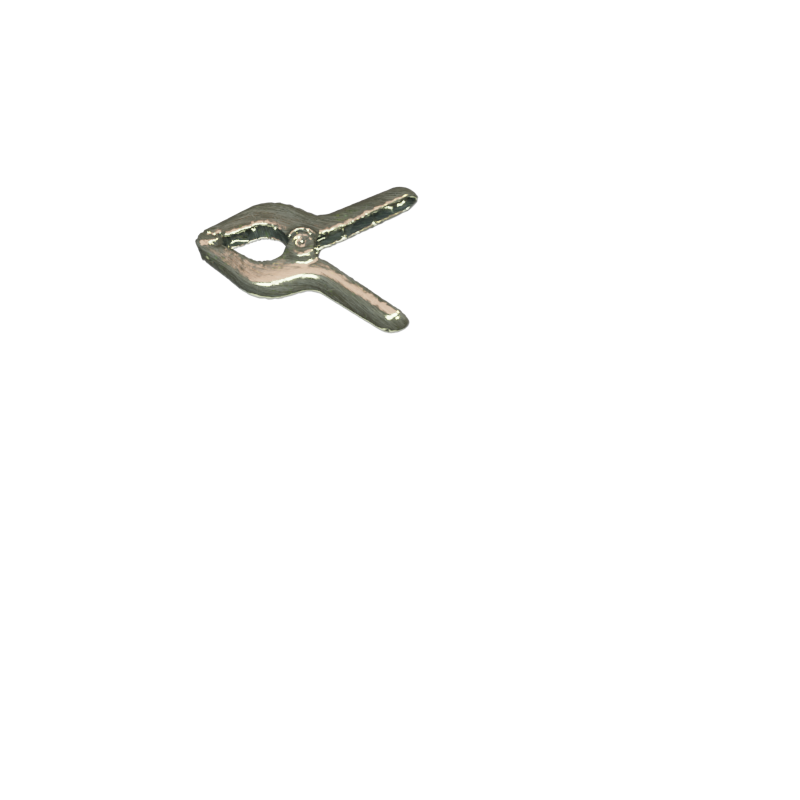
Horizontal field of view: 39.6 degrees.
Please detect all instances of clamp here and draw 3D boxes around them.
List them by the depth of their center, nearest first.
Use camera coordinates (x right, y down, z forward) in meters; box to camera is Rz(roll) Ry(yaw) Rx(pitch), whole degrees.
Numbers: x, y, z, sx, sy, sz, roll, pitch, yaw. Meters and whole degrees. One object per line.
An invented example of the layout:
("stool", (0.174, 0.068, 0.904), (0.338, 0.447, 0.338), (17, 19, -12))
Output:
("clamp", (-0.066, -0.121, 0.847), (0.174, 0.126, 0.037), (12, -31, 7))
